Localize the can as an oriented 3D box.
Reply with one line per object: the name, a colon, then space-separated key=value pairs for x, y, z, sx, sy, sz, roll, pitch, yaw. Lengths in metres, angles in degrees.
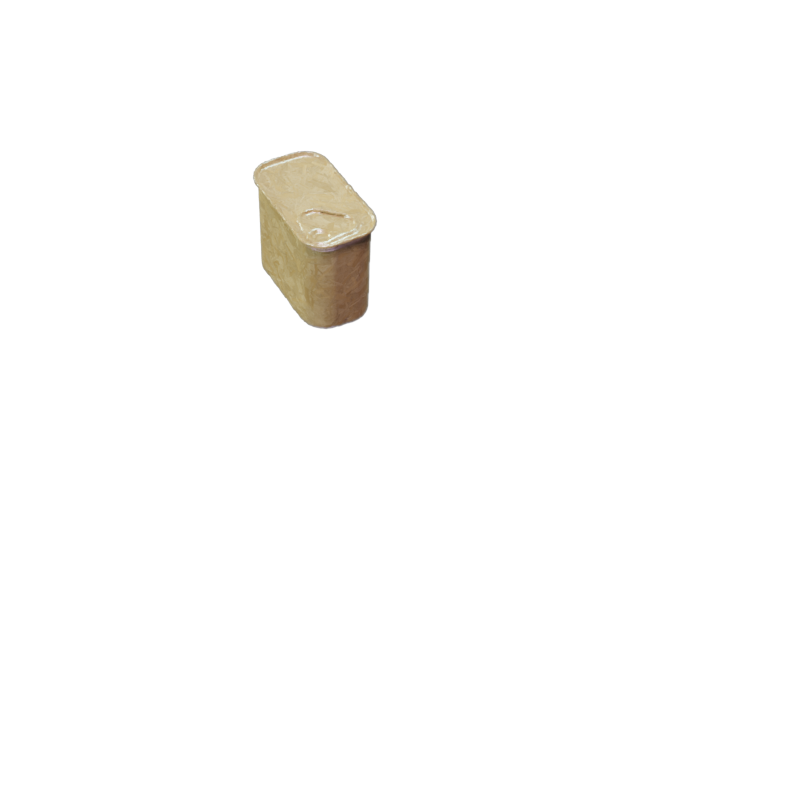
can: x=-0.061 y=-0.112 z=0.782 sx=0.057 sy=0.078 sz=0.110 roll=-20 pitch=49 yaw=-21
